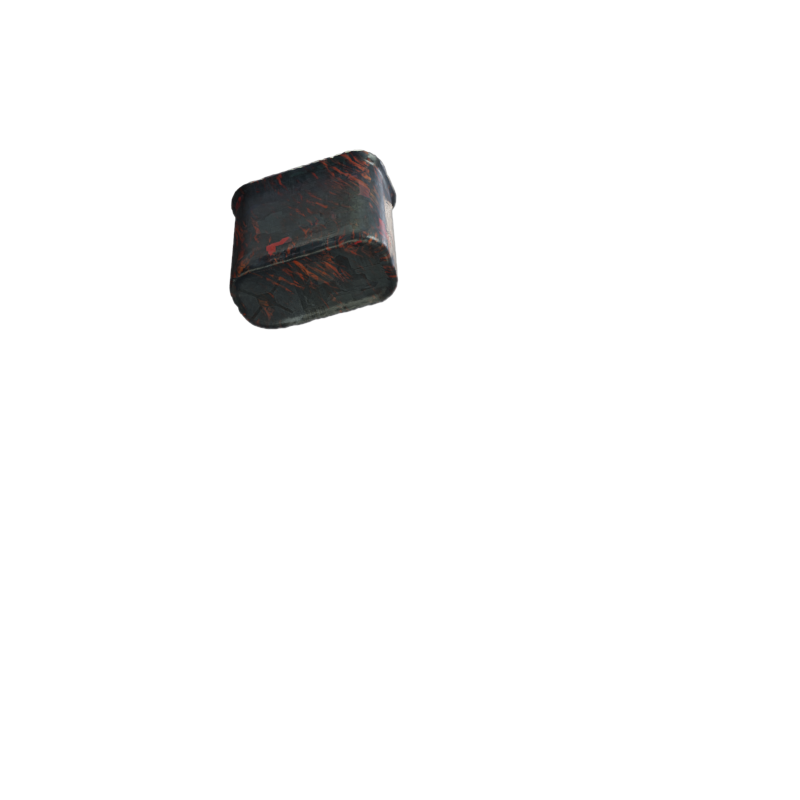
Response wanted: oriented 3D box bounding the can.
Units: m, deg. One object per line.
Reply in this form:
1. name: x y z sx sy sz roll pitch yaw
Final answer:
1. can: -0.052 -0.095 0.668 0.103 0.053 0.090 -15 42 12
